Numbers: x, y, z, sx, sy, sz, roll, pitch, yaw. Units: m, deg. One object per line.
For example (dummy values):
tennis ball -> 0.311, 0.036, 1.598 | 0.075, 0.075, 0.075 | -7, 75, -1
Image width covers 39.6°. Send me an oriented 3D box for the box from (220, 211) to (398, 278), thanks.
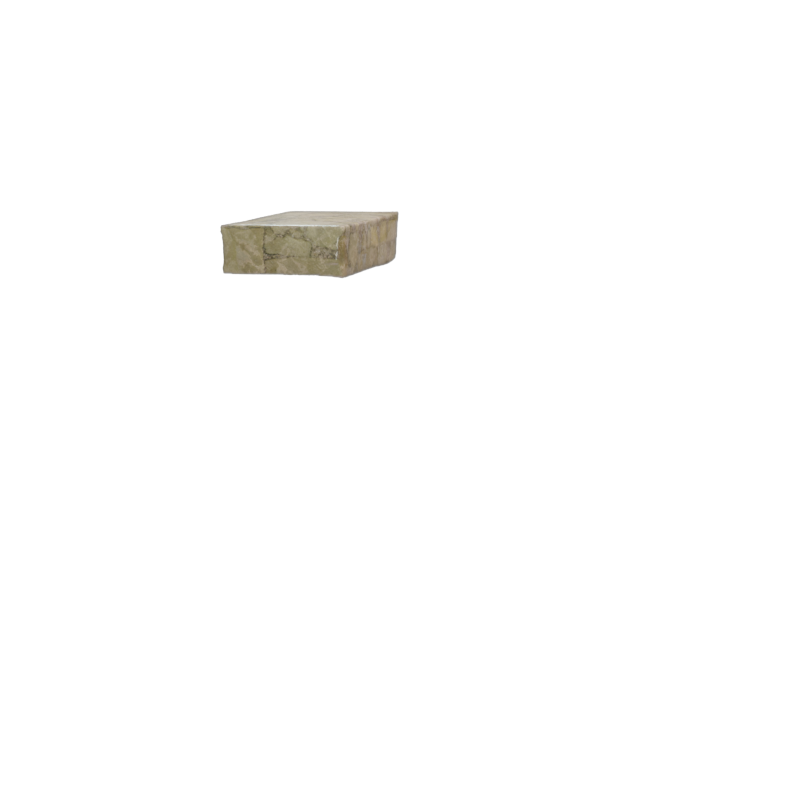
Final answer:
box -> -0.061, -0.111, 0.776 | 0.092, 0.038, 0.112 | 4, 13, 20
